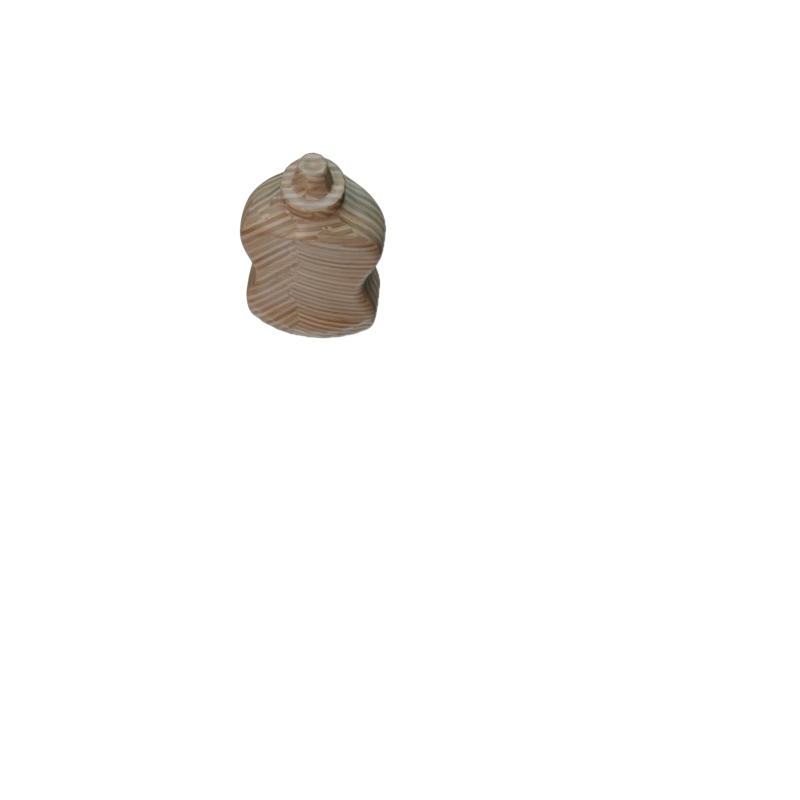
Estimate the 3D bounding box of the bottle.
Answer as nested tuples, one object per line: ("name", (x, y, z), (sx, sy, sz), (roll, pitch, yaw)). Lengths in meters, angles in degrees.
("bottle", (-0.059, -0.106, 0.747), (0.096, 0.061, 0.181), (10, -24, 1))
